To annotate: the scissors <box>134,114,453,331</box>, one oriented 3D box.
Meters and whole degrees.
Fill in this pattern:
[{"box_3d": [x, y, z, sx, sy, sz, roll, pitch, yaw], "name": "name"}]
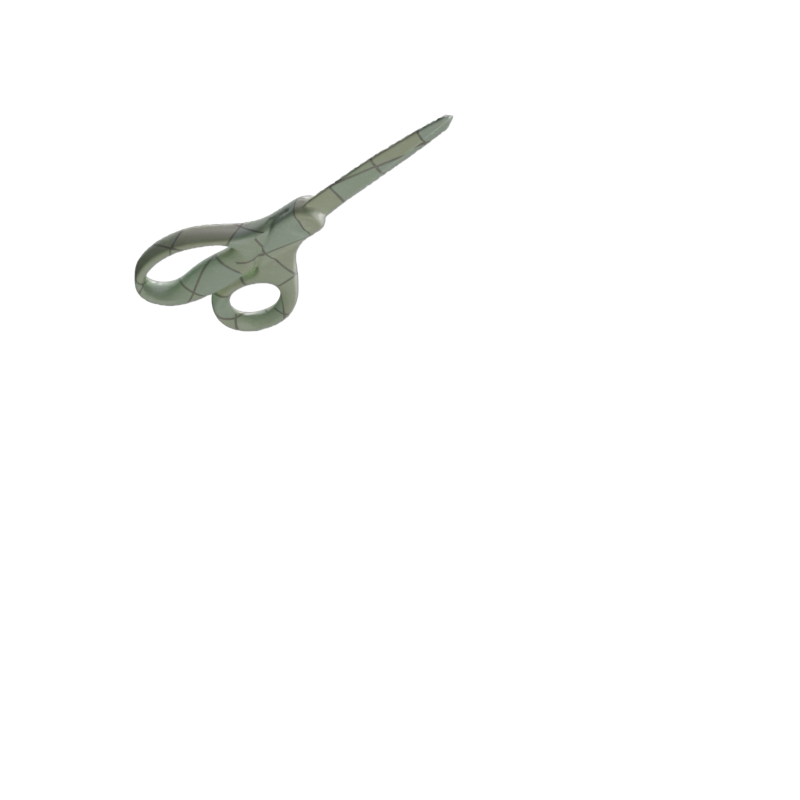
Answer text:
[{"box_3d": [-0.044, -0.081, 0.566, 0.204, 0.017, 0.089, -17, -35, 25], "name": "scissors"}]
